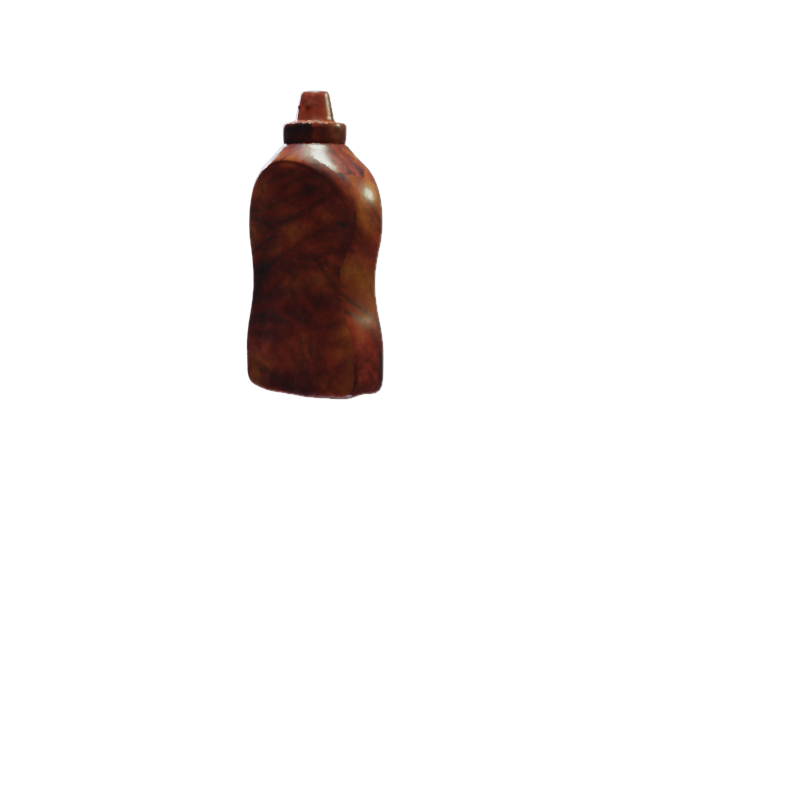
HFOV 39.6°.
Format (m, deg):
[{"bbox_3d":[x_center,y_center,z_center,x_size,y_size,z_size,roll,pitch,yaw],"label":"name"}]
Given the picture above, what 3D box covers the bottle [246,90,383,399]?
[{"bbox_3d":[-0.055,-0.102,0.711,0.100,0.190,0.056,4,5,42],"label":"bottle"}]
